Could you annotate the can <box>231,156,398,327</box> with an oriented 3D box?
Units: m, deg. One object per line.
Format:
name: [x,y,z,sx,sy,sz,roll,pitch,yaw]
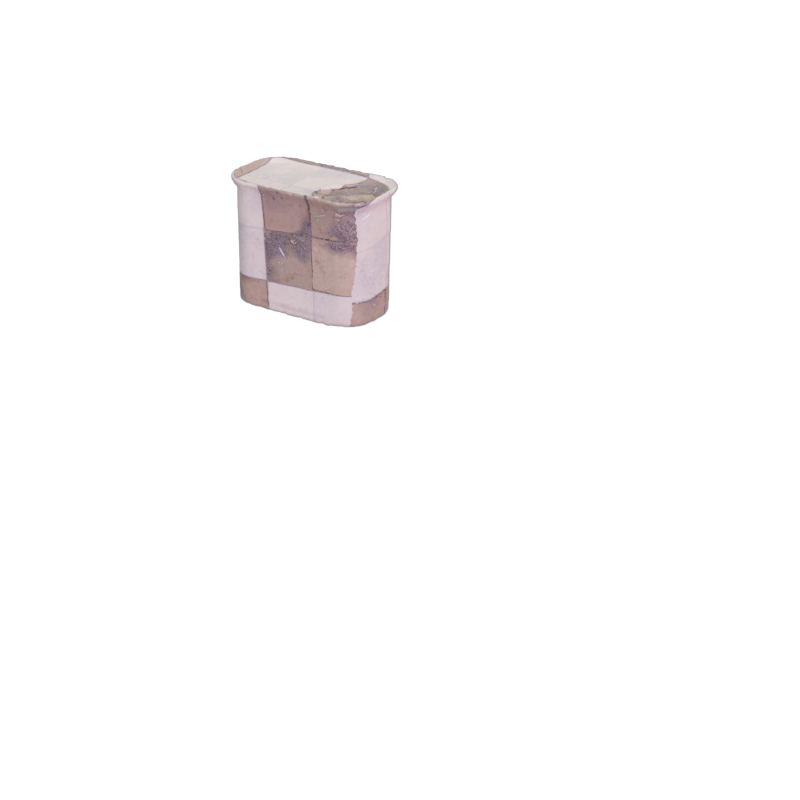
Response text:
can: [-0.054,-0.099,0.690,0.107,0.080,0.058,16,29,28]
